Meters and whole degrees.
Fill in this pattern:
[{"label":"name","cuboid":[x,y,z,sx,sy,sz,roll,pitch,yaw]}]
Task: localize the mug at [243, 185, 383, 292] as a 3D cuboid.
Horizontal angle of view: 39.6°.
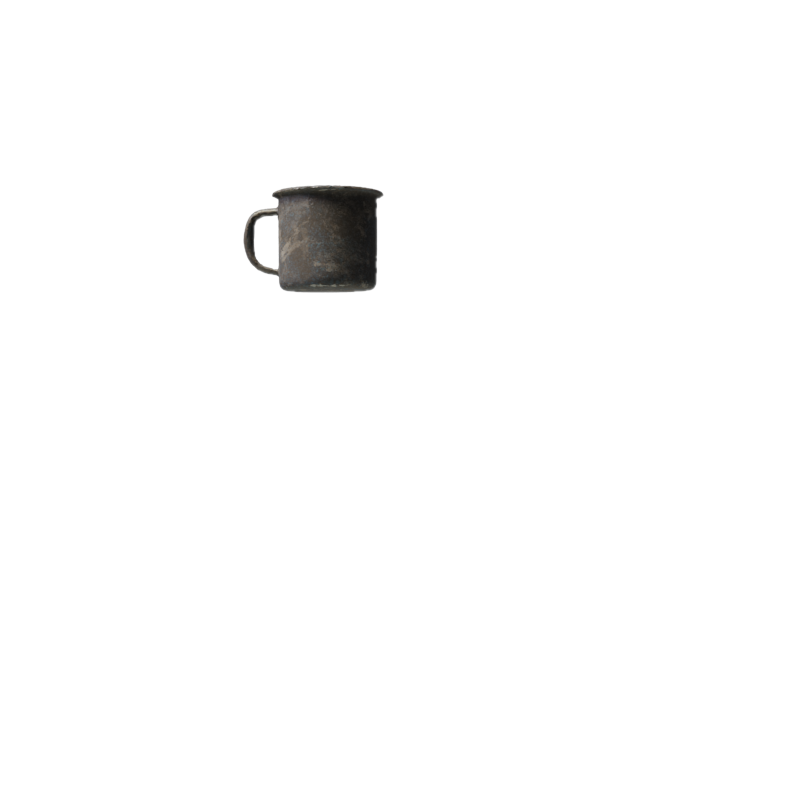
[{"label":"mug","cuboid":[-0.072,-0.132,0.923,0.117,0.082,0.092,0,-1,1]}]
